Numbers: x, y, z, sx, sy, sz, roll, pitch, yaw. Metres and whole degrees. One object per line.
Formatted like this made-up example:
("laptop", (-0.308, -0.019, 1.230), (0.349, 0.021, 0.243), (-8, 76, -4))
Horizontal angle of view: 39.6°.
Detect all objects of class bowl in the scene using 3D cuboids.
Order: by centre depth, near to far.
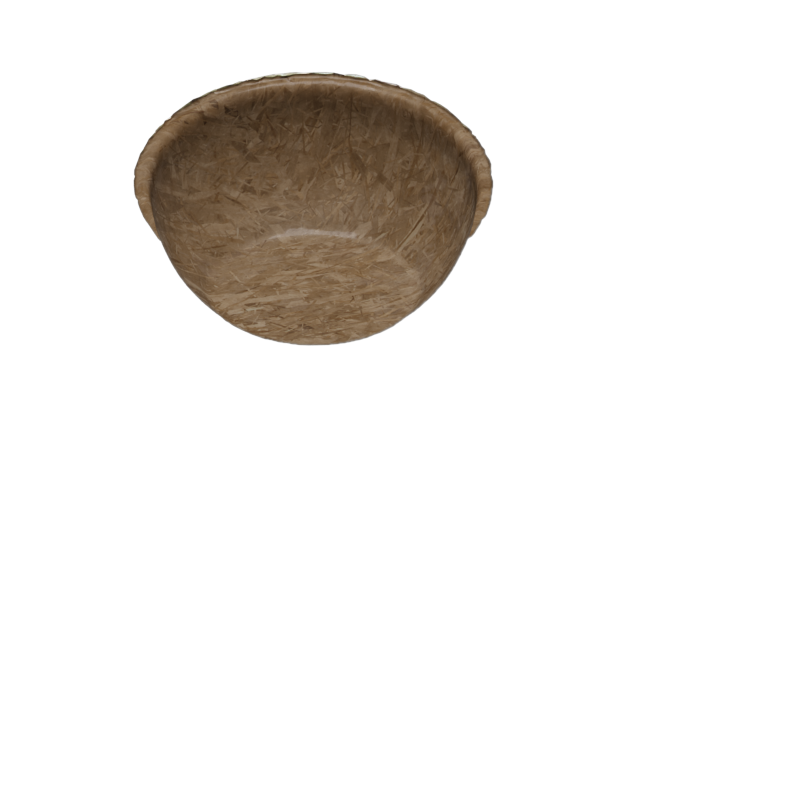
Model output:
("bowl", (-0.038, -0.070, 0.489), (0.162, 0.059, 0.152), (1, -29, -2))
